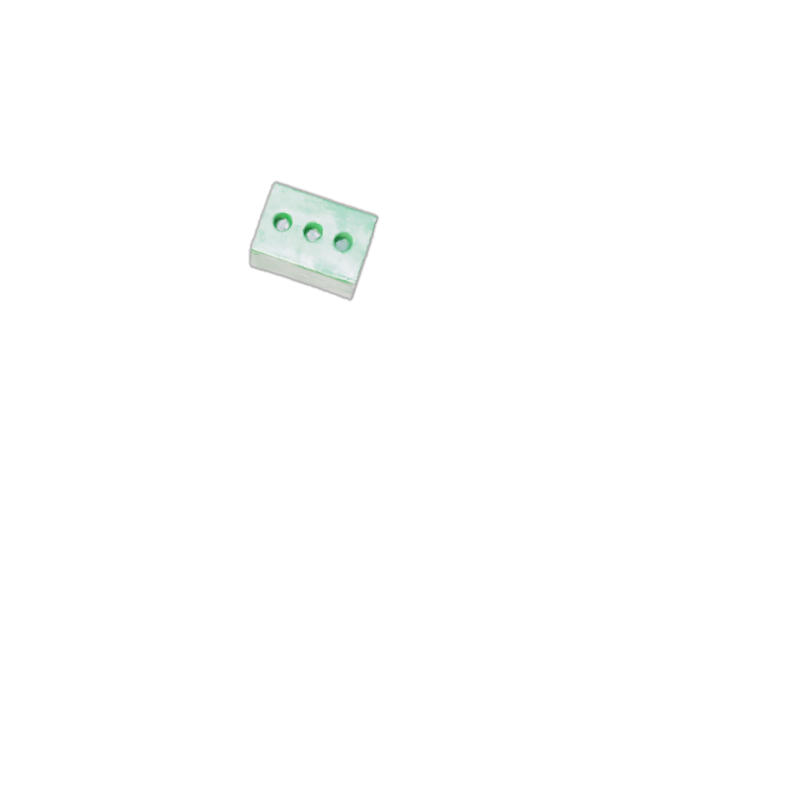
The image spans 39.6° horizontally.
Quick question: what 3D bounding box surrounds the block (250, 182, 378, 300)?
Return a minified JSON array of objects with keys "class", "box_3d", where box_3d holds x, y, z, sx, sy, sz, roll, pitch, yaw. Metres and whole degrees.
[{"class":"block","box_3d":[-0.061,-0.111,0.776,0.079,0.054,0.050,18,-12,3]}]
